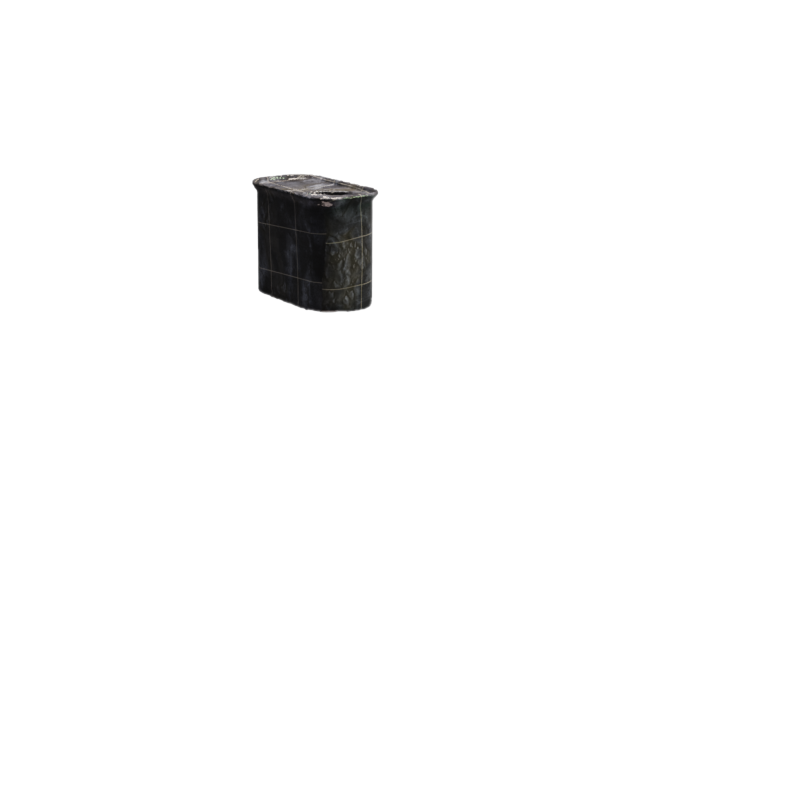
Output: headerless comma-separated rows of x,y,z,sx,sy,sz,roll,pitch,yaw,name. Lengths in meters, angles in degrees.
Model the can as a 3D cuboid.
-0.063,-0.114,0.801,0.056,0.081,0.108,-10,20,-35,can
